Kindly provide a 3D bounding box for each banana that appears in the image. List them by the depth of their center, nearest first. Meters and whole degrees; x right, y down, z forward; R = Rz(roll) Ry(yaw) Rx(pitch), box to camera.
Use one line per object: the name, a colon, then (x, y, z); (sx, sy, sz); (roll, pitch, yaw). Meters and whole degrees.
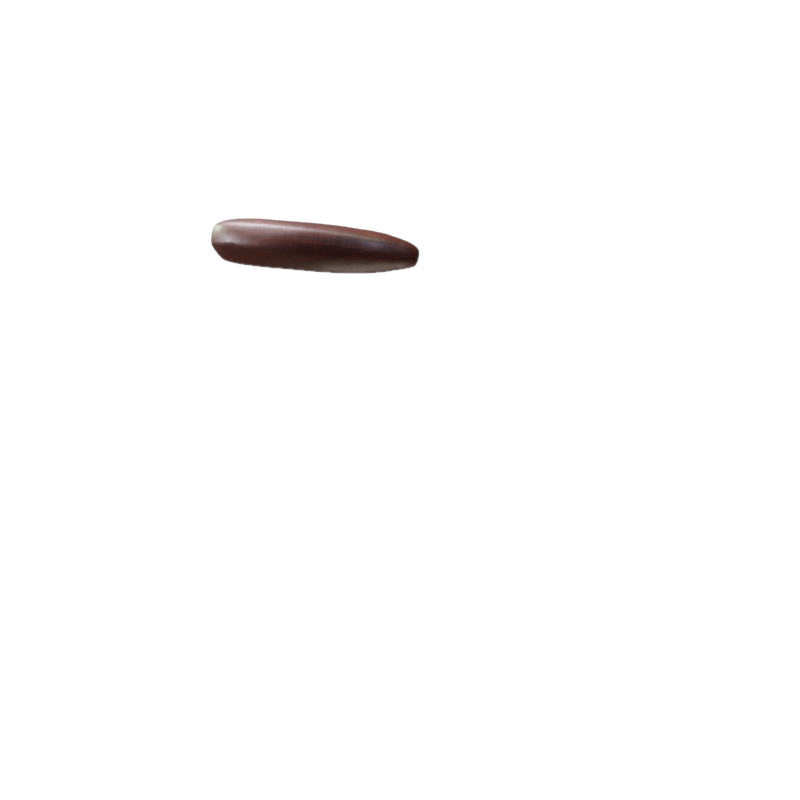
banana: (-0.082, -0.120, 0.852); (0.207, 0.036, 0.068); (11, 16, 39)
